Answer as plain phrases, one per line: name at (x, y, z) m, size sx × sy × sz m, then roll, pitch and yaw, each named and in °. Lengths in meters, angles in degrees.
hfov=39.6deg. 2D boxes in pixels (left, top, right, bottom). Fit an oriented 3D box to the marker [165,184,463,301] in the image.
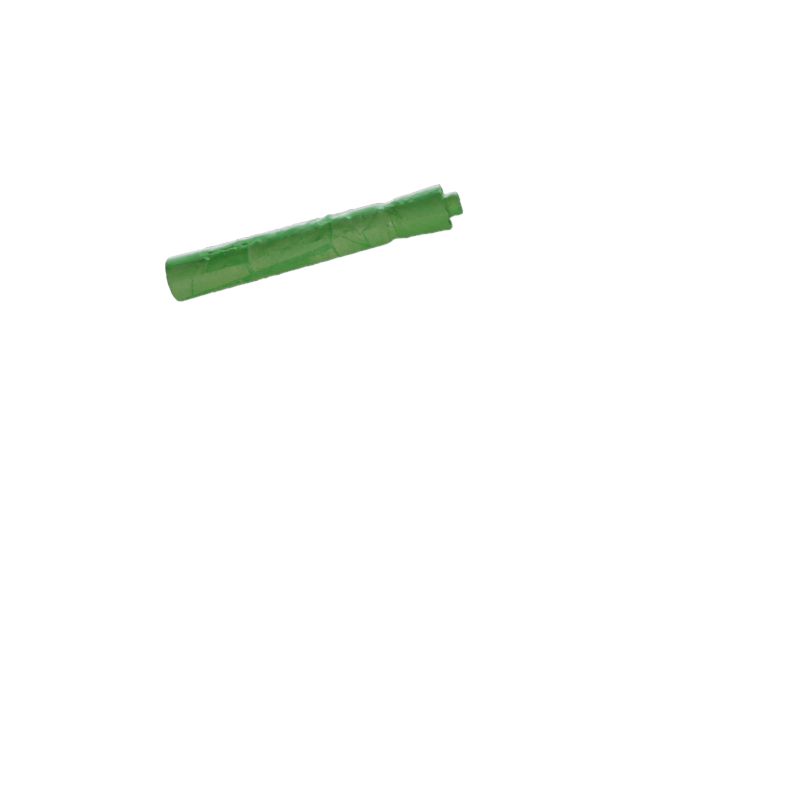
marker at (-0.035, -0.063, 0.444) m, size 0.122 × 0.020 × 0.020 m, roll -14°, pitch 2°, yaw 9°
